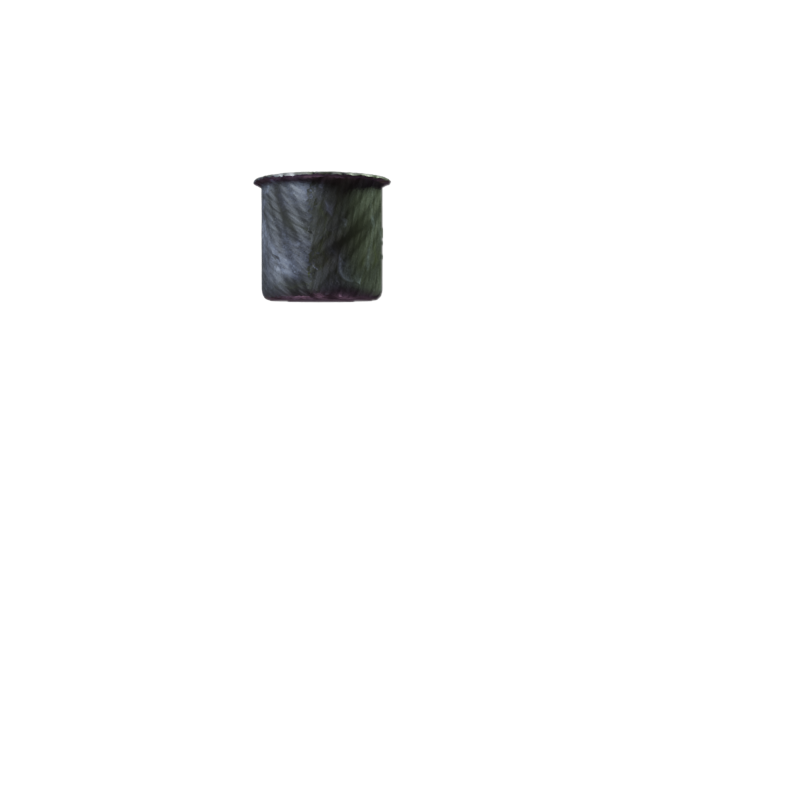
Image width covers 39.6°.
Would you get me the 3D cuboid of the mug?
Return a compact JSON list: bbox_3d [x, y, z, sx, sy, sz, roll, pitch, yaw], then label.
[{"bbox_3d":[-0.059,-0.108,0.757,0.090,0.082,0.121,0,1,-32],"label":"mug"}]
